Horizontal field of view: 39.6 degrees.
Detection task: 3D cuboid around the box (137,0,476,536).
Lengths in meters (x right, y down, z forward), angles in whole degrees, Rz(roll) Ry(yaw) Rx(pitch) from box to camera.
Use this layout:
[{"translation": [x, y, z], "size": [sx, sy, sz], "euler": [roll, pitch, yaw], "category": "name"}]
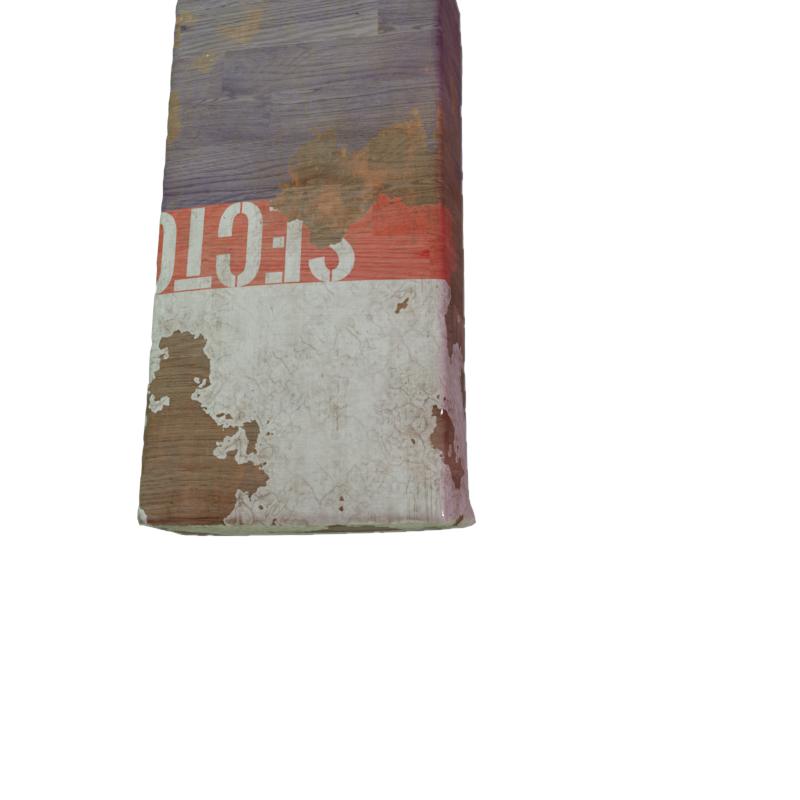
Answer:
[{"translation": [-0.027, -0.050, 0.346], "size": [0.095, 0.183, 0.045], "euler": [-5, -17, 14], "category": "box"}]
